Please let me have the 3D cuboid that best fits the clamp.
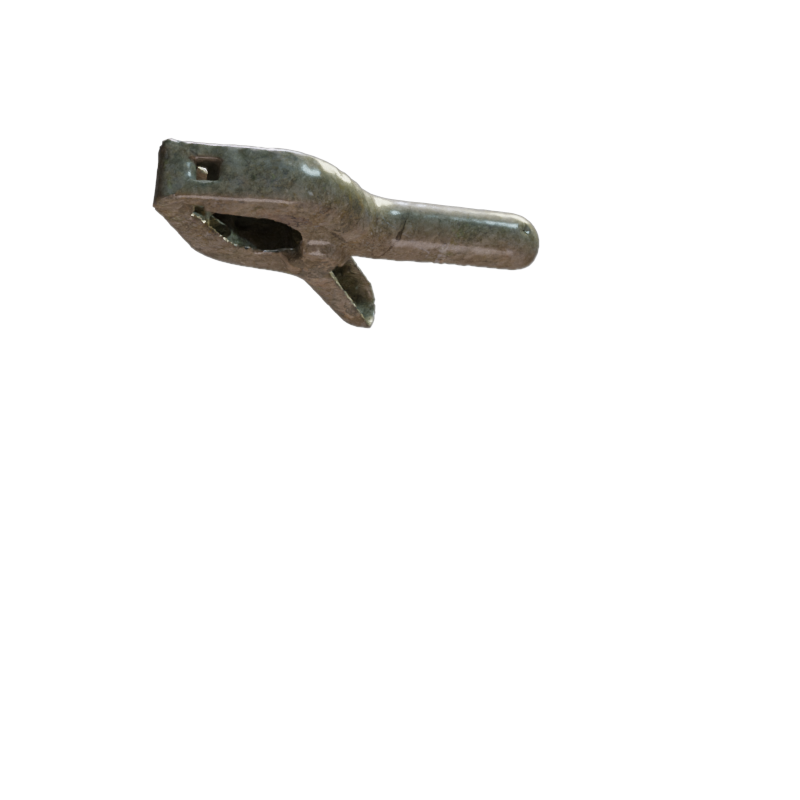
[{"bbox_3d":[-0.039,-0.070,0.493,0.163,0.042,0.119,15,-29,-29],"label":"clamp"}]
